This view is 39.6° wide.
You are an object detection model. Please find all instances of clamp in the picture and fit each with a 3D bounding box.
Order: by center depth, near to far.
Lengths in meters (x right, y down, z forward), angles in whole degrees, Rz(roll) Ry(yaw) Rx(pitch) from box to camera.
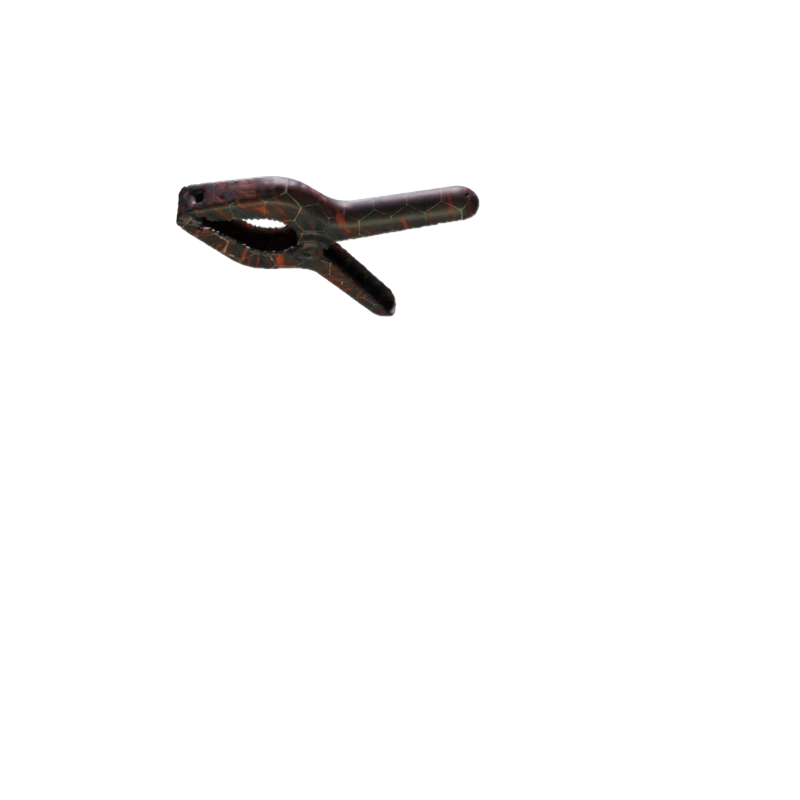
[{"bbox_3d":[-0.065,-0.119,0.834,0.206,0.039,0.157,7,-31,-12],"label":"clamp"}]
